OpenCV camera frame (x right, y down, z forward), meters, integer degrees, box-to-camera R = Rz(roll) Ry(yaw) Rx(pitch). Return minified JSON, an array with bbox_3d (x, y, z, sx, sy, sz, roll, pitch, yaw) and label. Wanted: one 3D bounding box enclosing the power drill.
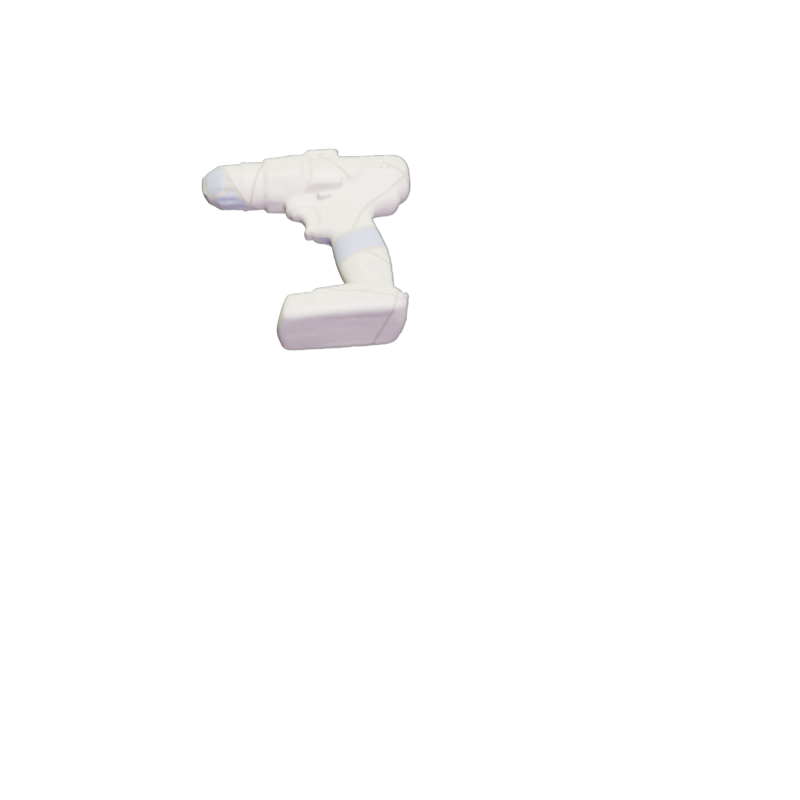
[{"bbox_3d":[-0.073,-0.134,0.937,0.183,0.202,0.054,-5,-35,-4],"label":"power drill"}]
